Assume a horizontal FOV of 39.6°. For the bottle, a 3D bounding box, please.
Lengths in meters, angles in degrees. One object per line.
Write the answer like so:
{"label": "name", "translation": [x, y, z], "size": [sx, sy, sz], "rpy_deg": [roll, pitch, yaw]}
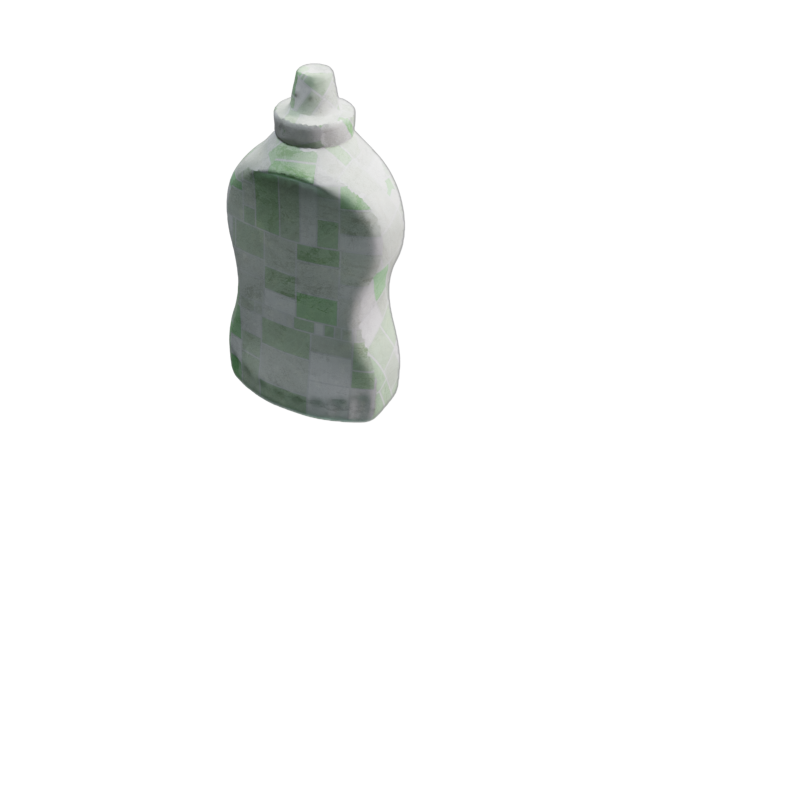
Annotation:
{"label": "bottle", "translation": [-0.046, -0.084, 0.585], "size": [0.101, 0.180, 0.059], "rpy_deg": [19, 36, 25]}
